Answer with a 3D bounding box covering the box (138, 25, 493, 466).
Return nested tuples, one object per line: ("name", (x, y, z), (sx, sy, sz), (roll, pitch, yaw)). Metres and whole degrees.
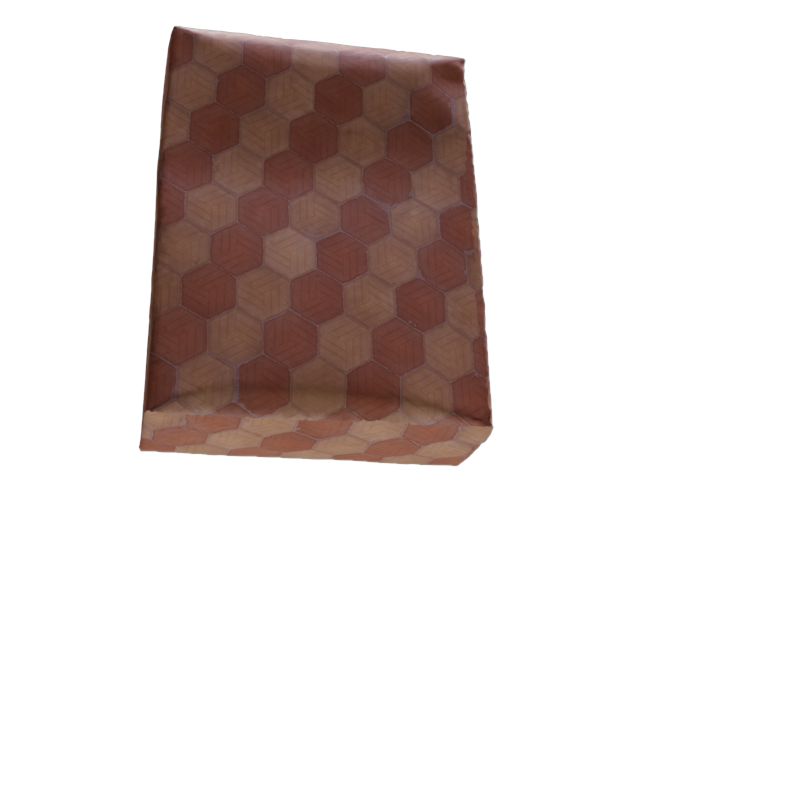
("box", (-0.044, -0.081, 0.567), (0.161, 0.226, 0.069), (3, -25, -11))
